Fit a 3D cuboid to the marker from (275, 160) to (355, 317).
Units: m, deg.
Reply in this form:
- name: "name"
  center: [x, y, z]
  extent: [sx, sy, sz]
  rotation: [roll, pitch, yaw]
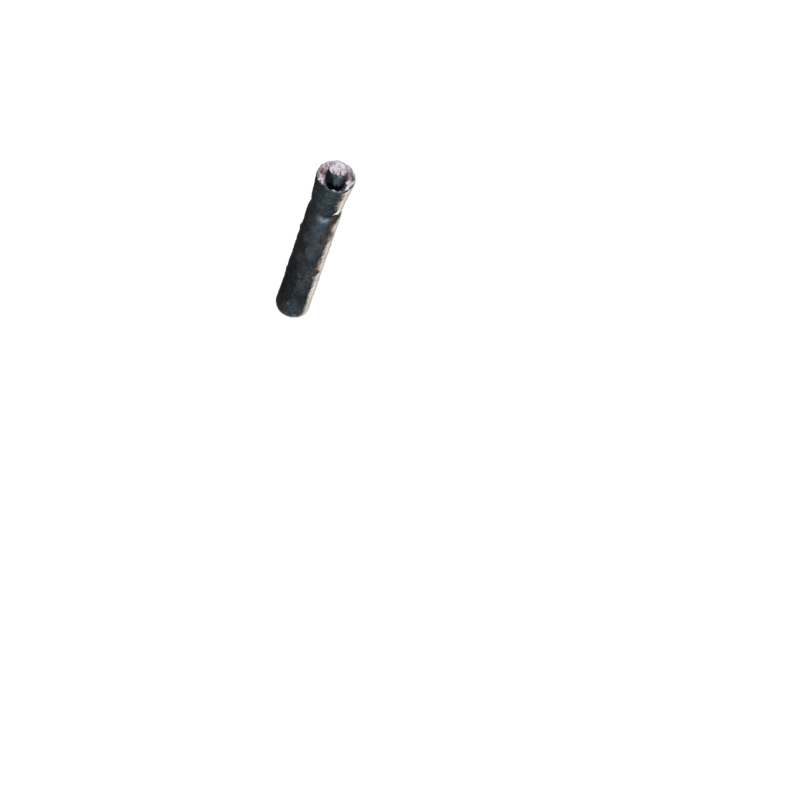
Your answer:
- name: "marker"
  center: [-0.043, -0.079, 0.556]
  extent: [0.019, 0.021, 0.115]
  rotation: [0, -28, -17]
